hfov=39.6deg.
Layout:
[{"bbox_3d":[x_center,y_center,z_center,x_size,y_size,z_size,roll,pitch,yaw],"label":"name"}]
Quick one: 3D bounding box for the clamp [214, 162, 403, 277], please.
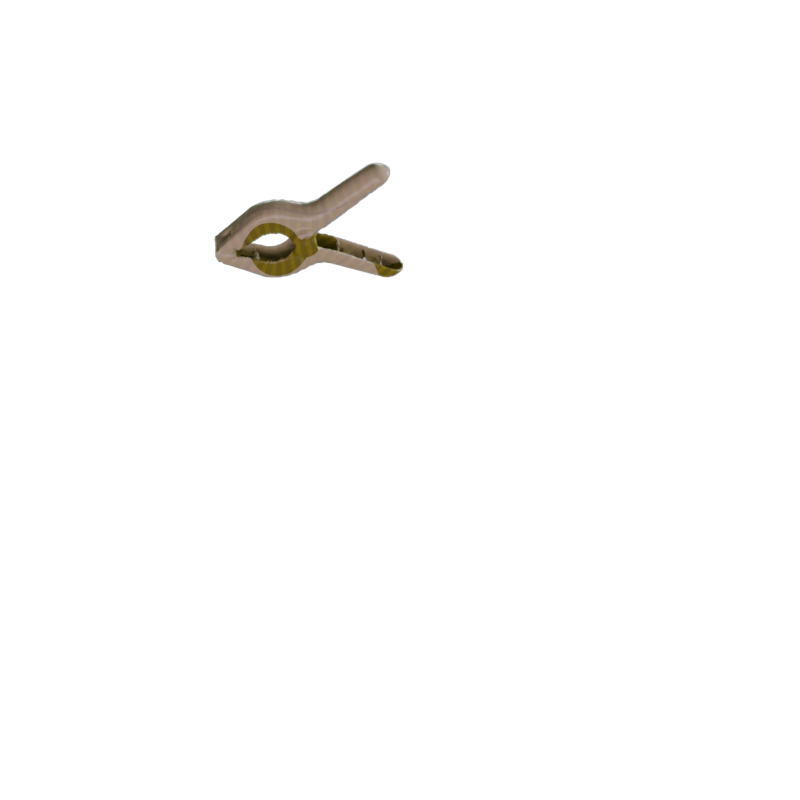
[{"bbox_3d":[-0.078,-0.143,0.999,0.172,0.112,0.042,-14,34,9],"label":"clamp"}]
